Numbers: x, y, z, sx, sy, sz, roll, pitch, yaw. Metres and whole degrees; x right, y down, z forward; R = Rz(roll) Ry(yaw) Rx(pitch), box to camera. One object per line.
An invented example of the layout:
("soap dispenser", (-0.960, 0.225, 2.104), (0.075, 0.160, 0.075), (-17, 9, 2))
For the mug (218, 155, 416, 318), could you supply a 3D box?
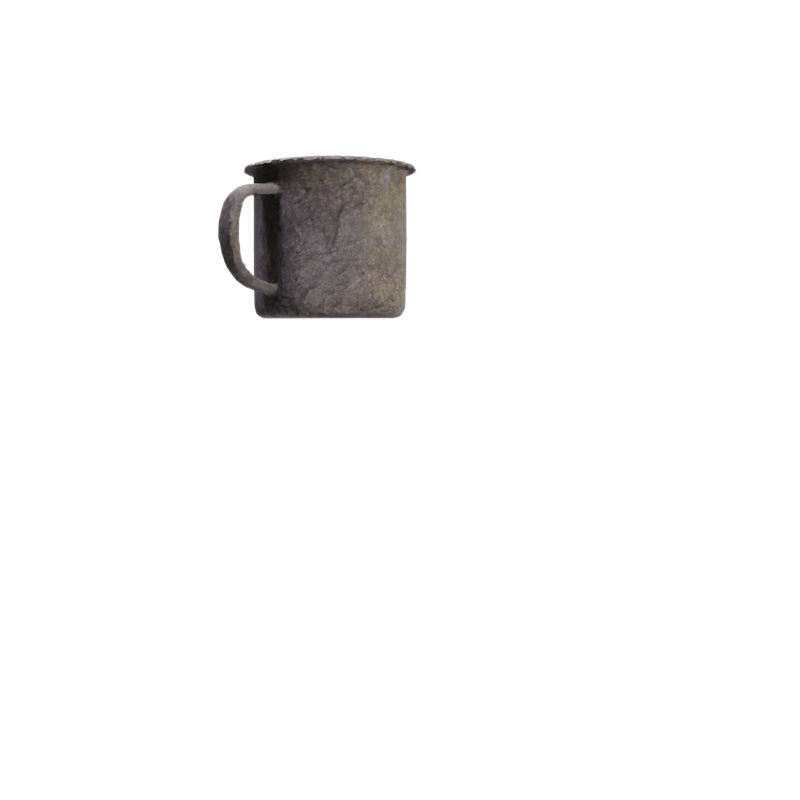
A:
("mug", (-0.046, -0.084, 0.590), (0.112, 0.082, 0.097), (-1, 1, -45))
